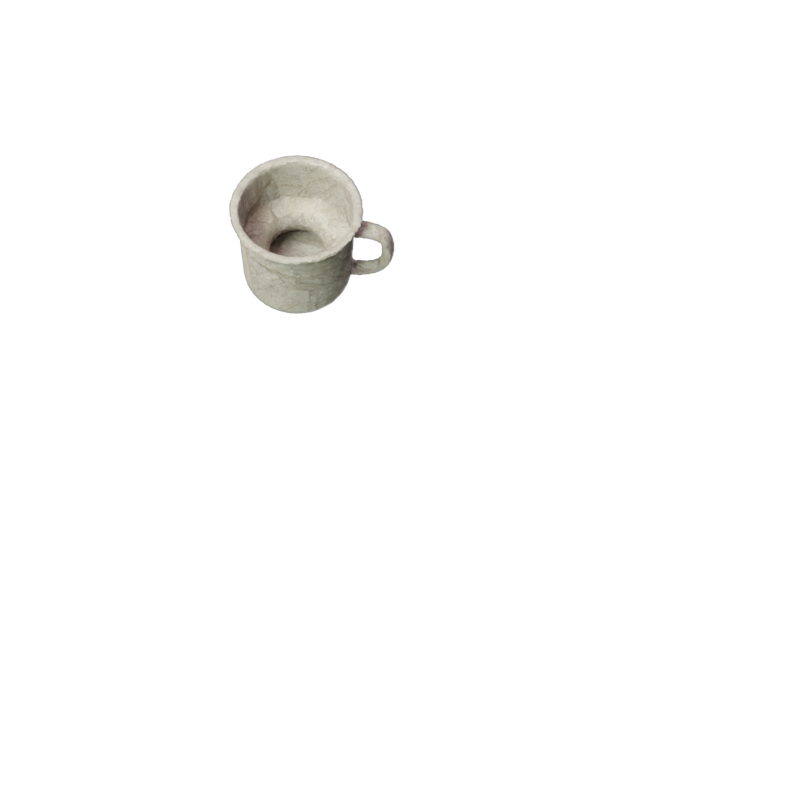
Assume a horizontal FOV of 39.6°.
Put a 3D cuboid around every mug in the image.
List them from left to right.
[{"bbox_3d":[-0.063,-0.114,0.801,0.118,0.099,0.076,6,-31,2],"label":"mug"}]
